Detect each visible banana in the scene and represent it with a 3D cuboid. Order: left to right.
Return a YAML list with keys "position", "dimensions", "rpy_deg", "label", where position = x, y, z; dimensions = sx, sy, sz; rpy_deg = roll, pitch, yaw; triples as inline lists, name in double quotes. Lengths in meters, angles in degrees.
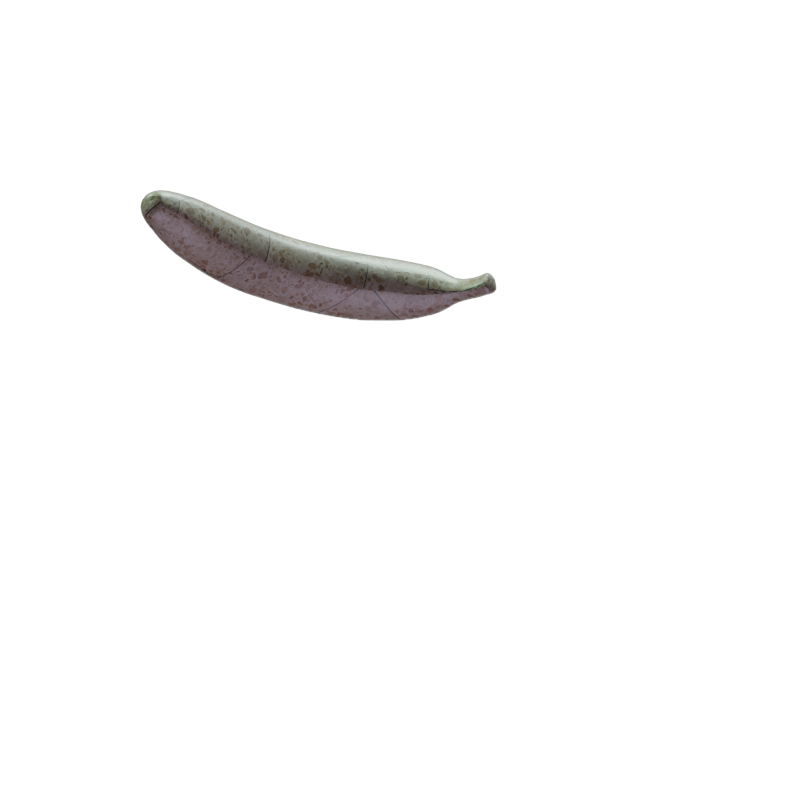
- position: [-0.050, -0.076, 0.609]
  dimensions: [0.192, 0.039, 0.067]
  rpy_deg: [10, -32, -17]
  label: "banana"
